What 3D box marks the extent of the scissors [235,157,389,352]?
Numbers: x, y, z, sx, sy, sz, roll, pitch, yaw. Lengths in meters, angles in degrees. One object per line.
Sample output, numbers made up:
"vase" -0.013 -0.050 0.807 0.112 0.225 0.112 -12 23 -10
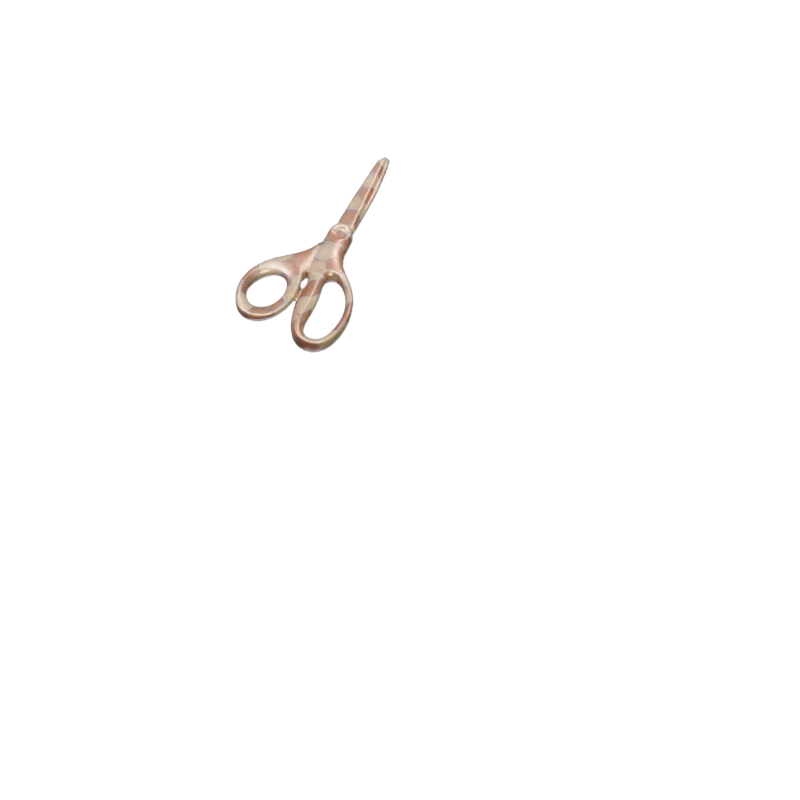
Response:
"scissors" -0.067 -0.122 0.855 0.097 0.215 0.015 5 -39 4
